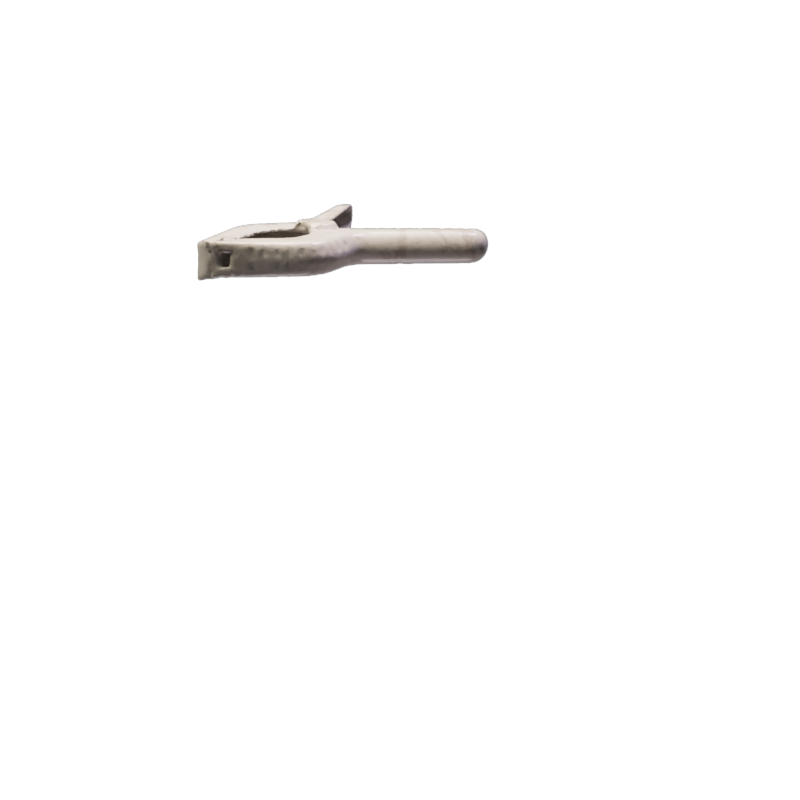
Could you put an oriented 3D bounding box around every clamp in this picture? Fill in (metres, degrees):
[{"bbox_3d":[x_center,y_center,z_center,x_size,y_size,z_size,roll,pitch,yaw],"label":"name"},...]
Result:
[{"bbox_3d":[-0.065,-0.118,0.824,0.205,0.035,0.174,-12,21,-33],"label":"clamp"}]
